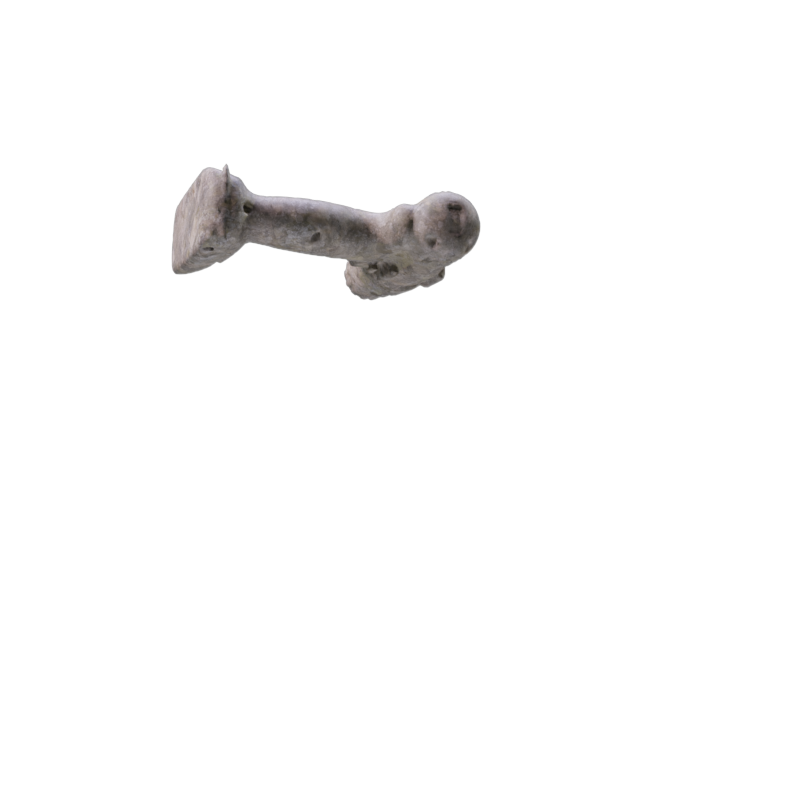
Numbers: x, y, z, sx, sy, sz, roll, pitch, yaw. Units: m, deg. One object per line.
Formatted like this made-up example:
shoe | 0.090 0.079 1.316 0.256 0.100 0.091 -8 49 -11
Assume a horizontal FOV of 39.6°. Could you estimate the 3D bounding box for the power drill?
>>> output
power drill | -0.060 -0.110 0.773 0.183 0.059 0.184 3 -10 -19
